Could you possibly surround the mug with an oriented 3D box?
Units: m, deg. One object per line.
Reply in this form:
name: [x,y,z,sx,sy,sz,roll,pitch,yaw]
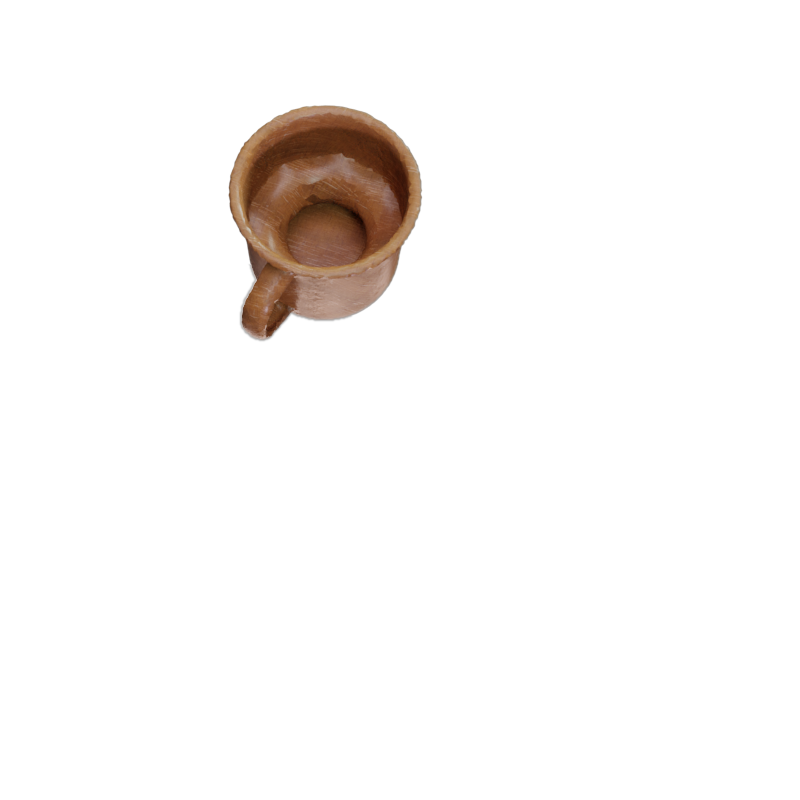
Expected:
mug: [-0.044,-0.080,0.563,0.095,0.120,0.078,26,-19,8]
